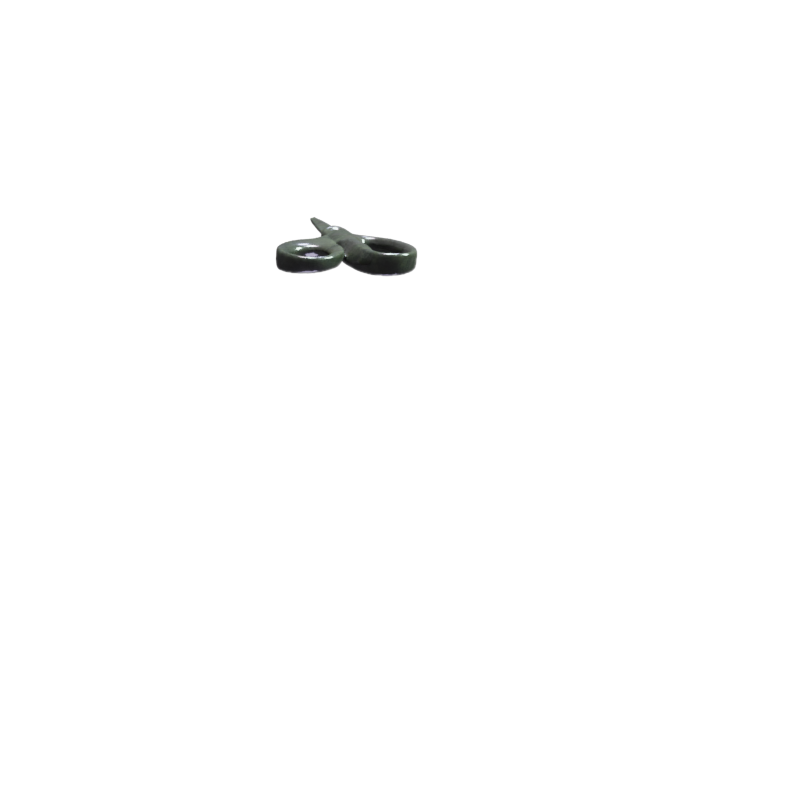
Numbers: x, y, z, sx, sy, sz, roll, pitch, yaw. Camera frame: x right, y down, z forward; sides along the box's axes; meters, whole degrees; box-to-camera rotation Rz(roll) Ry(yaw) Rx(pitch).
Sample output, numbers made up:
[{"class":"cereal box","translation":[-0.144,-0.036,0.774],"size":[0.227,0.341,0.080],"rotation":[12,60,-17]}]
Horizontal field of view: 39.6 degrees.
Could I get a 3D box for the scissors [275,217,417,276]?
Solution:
[{"class":"scissors","translation":[-0.059,-0.107,0.753],"size":[0.094,0.015,0.213],"rotation":[-8,18,-25]}]
